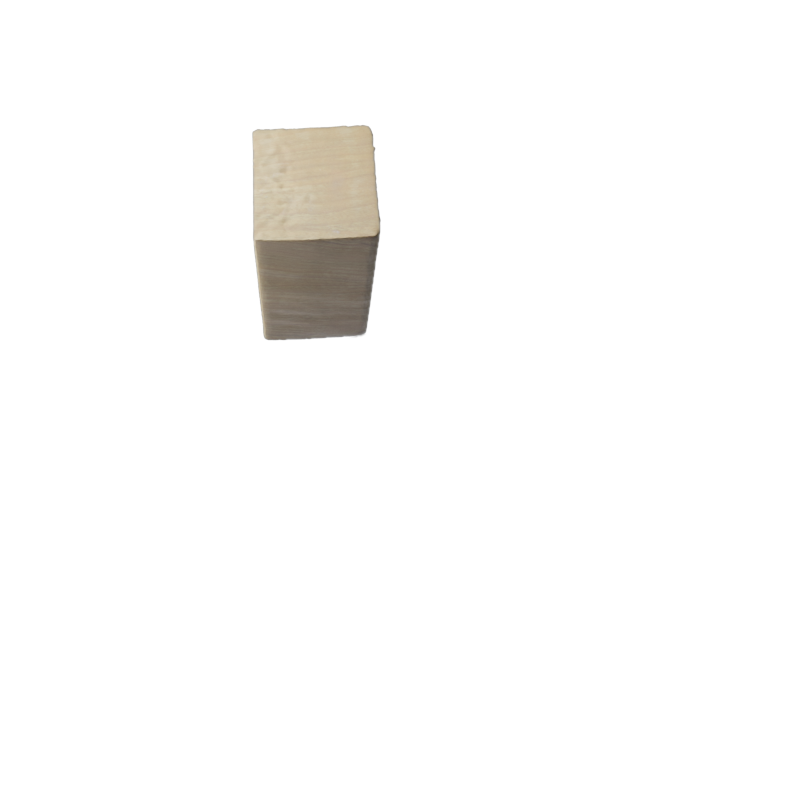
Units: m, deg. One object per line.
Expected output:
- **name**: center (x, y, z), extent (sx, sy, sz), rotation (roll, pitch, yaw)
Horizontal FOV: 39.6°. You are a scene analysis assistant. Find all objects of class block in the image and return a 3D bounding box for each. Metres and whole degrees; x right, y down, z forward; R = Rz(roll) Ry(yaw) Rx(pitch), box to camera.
- **block**: center (-0.068, -0.125, 0.876), extent (0.090, 0.095, 0.197), rotation (-2, -19, -4)
